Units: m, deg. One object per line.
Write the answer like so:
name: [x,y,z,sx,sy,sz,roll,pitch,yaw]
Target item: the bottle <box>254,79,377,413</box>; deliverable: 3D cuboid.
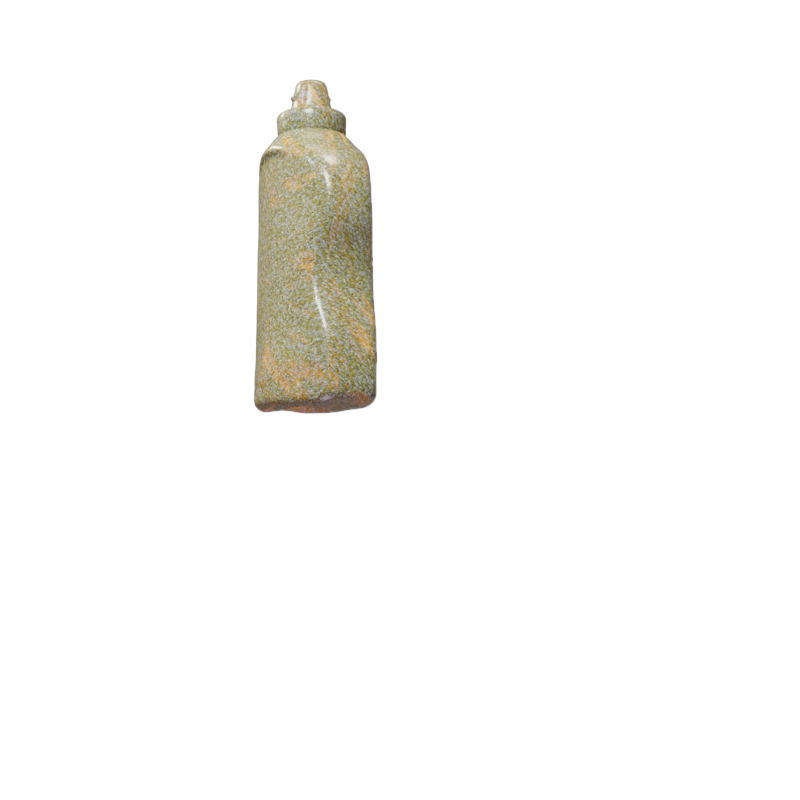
bottle: [-0.050,-0.091,0.637,0.056,0.197,0.097,5,-12,-26]
